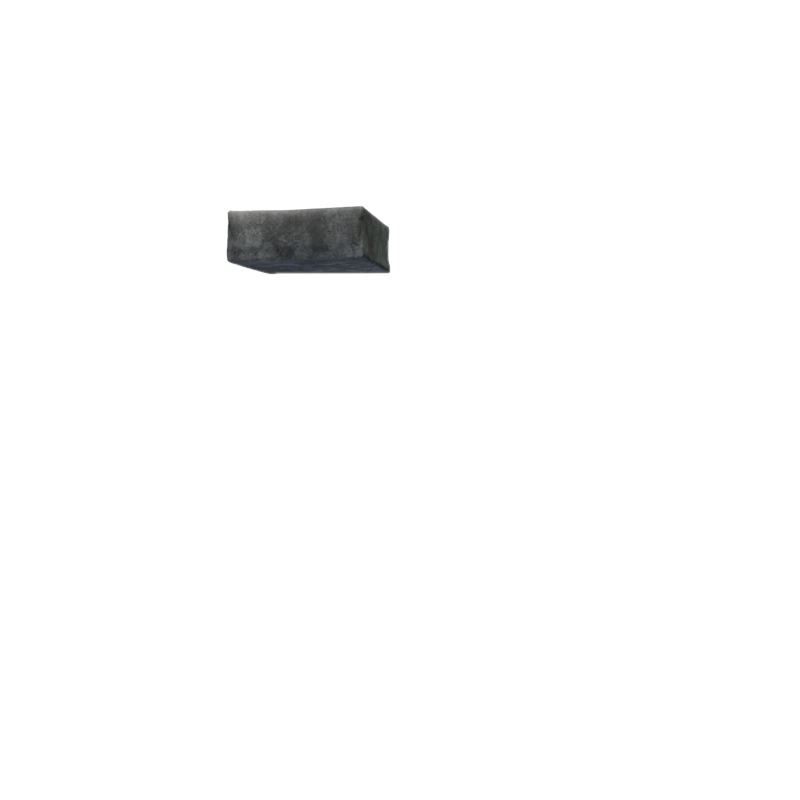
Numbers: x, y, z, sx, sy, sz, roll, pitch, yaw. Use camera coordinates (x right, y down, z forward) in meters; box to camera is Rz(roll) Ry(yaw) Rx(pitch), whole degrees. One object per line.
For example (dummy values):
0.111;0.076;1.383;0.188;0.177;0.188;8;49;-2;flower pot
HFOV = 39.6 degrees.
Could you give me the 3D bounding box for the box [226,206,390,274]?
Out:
-0.048;-0.087;0.609;0.074;0.030;0.087;0;1;11;box
